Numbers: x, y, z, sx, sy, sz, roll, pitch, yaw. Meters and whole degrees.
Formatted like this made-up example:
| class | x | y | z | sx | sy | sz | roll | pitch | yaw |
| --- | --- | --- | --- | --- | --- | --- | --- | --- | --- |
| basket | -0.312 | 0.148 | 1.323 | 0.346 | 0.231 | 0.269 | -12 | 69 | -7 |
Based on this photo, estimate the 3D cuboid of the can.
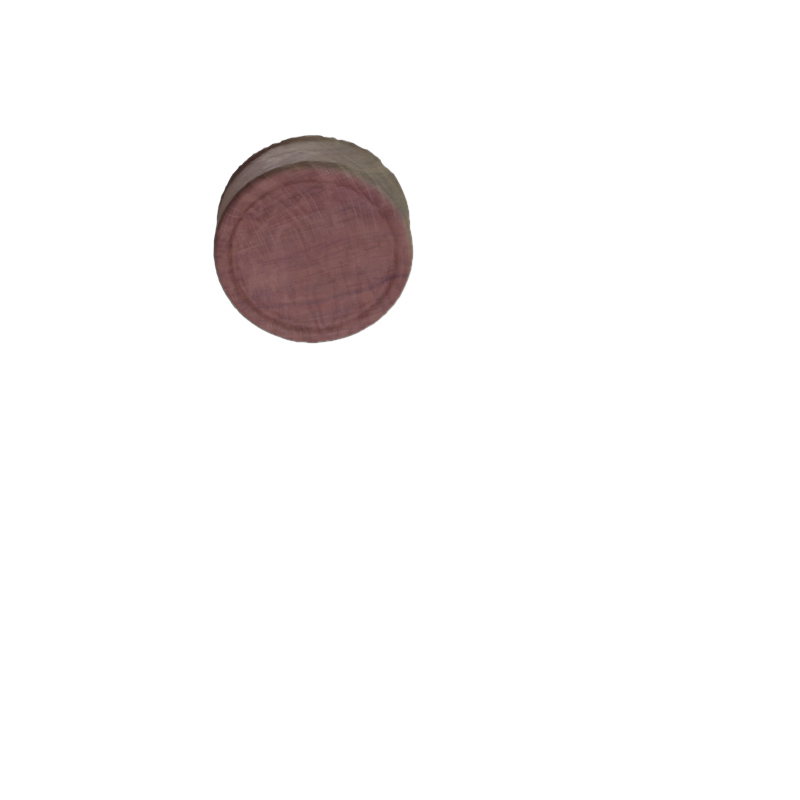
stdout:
| class | x | y | z | sx | sy | sz | roll | pitch | yaw |
| --- | --- | --- | --- | --- | --- | --- | --- | --- | --- |
| can | -0.037 | -0.068 | 0.477 | 0.086 | 0.081 | 0.036 | 1 | 29 | -1 |
